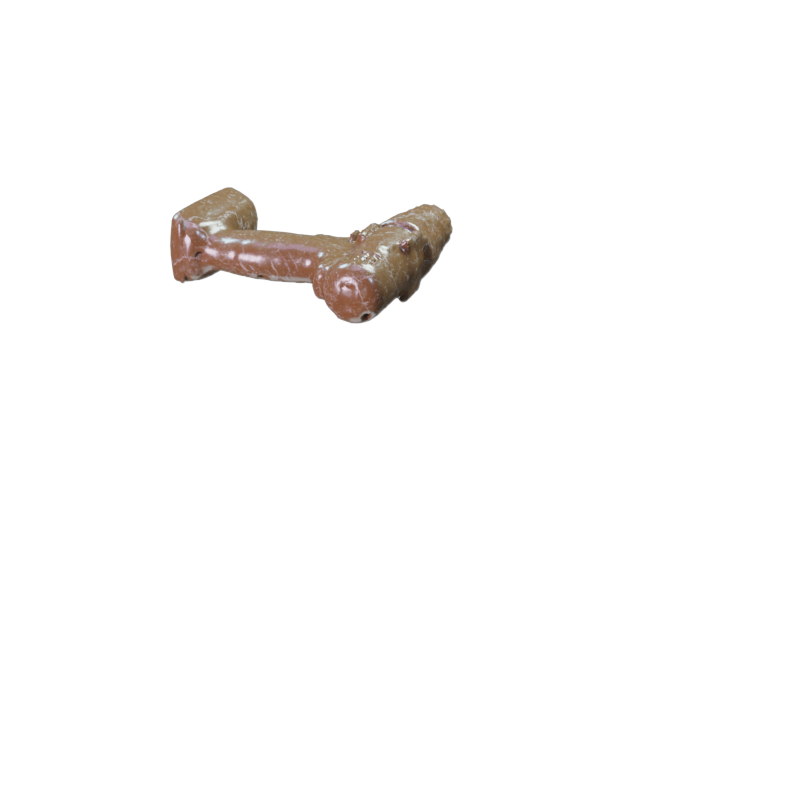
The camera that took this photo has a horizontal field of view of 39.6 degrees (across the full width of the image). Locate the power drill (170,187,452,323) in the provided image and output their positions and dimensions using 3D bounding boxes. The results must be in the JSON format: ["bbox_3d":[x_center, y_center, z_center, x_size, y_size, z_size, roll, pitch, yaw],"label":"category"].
[{"bbox_3d":[-0.067,-0.122,0.852,0.194,0.055,0.187,10,26,20],"label":"power drill"}]
